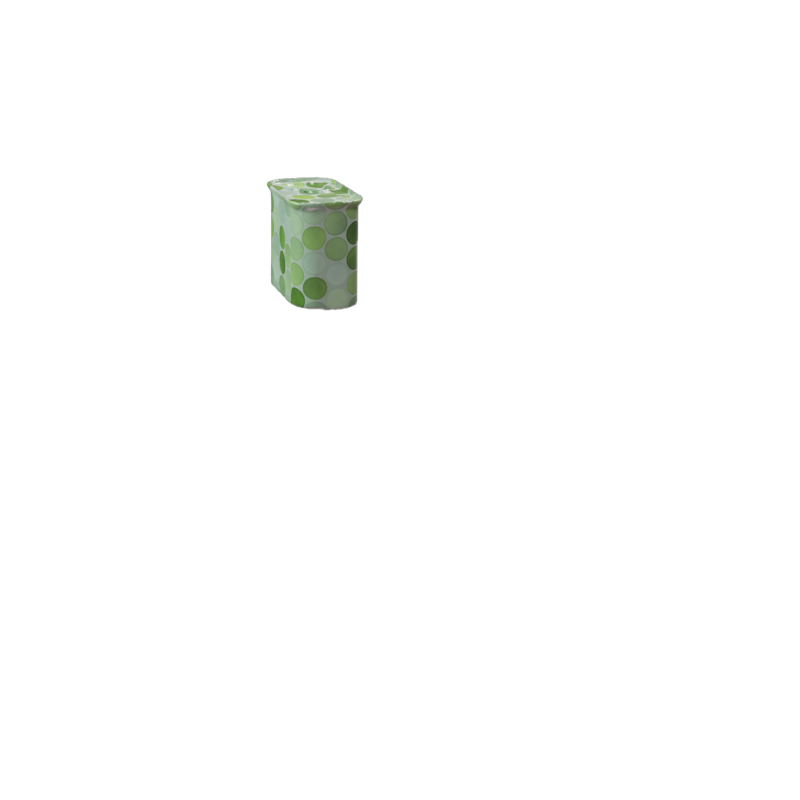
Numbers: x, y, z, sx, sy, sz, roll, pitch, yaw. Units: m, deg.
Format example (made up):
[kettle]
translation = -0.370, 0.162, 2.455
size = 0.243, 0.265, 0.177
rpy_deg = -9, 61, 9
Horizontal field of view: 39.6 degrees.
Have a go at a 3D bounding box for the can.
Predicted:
[can]
translation = -0.067, -0.123, 0.860
size = 0.056, 0.081, 0.108
rpy_deg = -5, 20, -18
